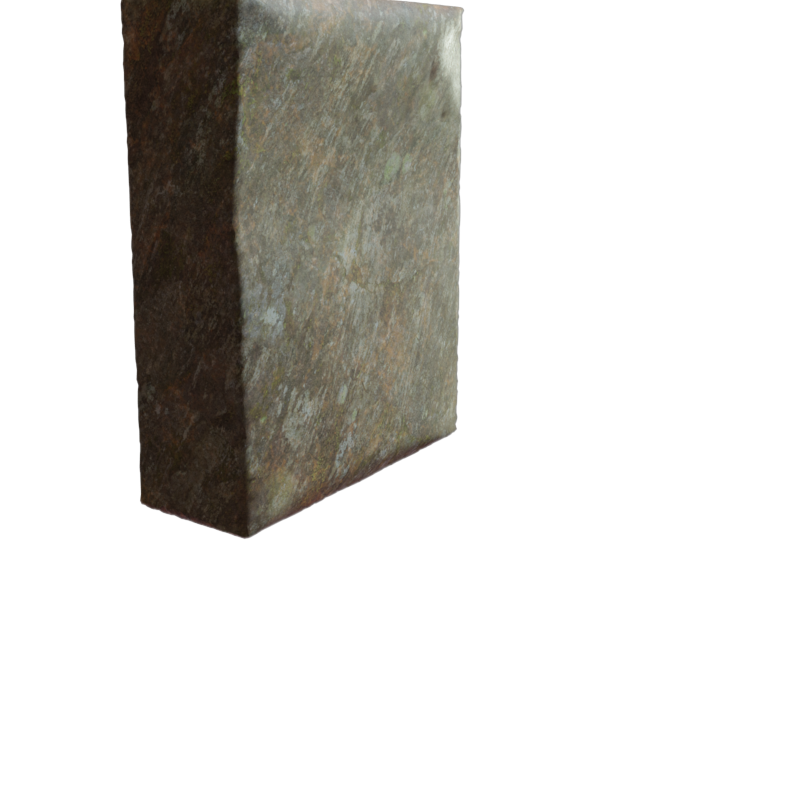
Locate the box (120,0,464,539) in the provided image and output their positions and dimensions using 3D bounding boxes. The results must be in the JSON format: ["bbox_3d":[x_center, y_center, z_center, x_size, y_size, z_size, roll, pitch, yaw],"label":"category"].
[{"bbox_3d":[-0.039,-0.071,0.494,0.075,0.209,0.161,7,14,35],"label":"box"}]
